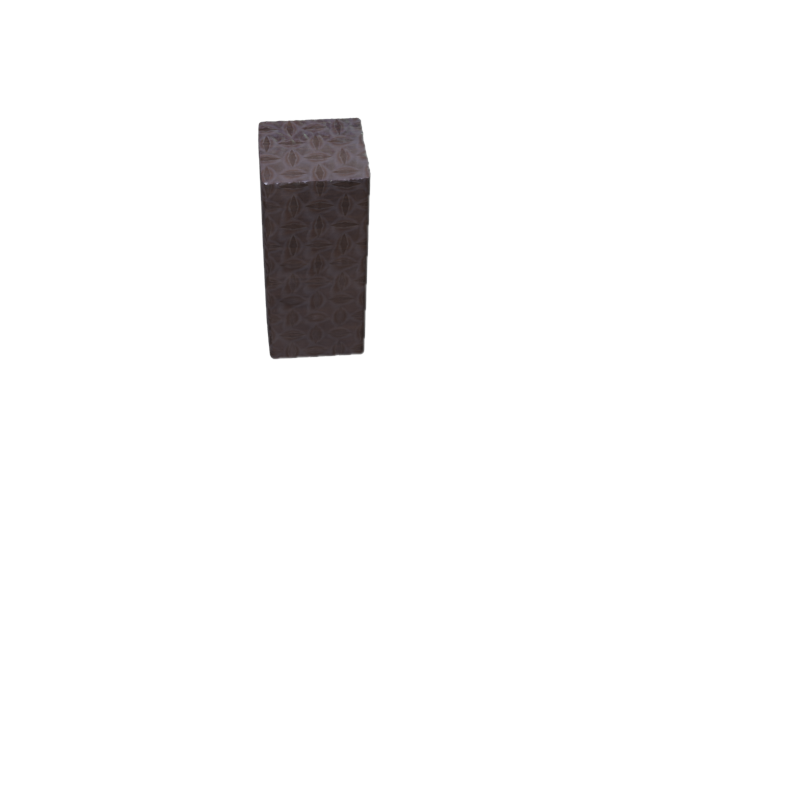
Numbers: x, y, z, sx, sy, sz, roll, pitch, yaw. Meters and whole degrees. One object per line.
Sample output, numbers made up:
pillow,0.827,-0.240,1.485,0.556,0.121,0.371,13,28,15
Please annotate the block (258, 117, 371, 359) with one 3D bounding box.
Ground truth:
block,-0.078,-0.141,0.988,0.090,0.192,0.097,-2,45,-6
